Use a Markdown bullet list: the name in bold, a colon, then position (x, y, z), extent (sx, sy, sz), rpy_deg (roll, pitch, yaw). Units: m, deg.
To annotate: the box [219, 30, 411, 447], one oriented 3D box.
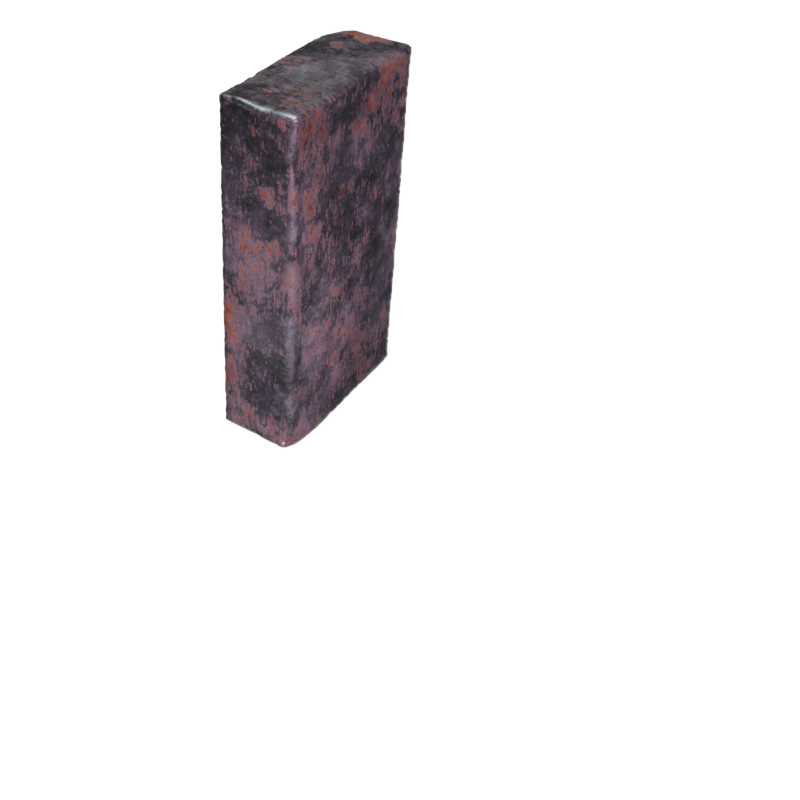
- **box**: position (-0.040, -0.073, 0.512), extent (0.050, 0.165, 0.095), rpy_deg (20, 38, 24)
